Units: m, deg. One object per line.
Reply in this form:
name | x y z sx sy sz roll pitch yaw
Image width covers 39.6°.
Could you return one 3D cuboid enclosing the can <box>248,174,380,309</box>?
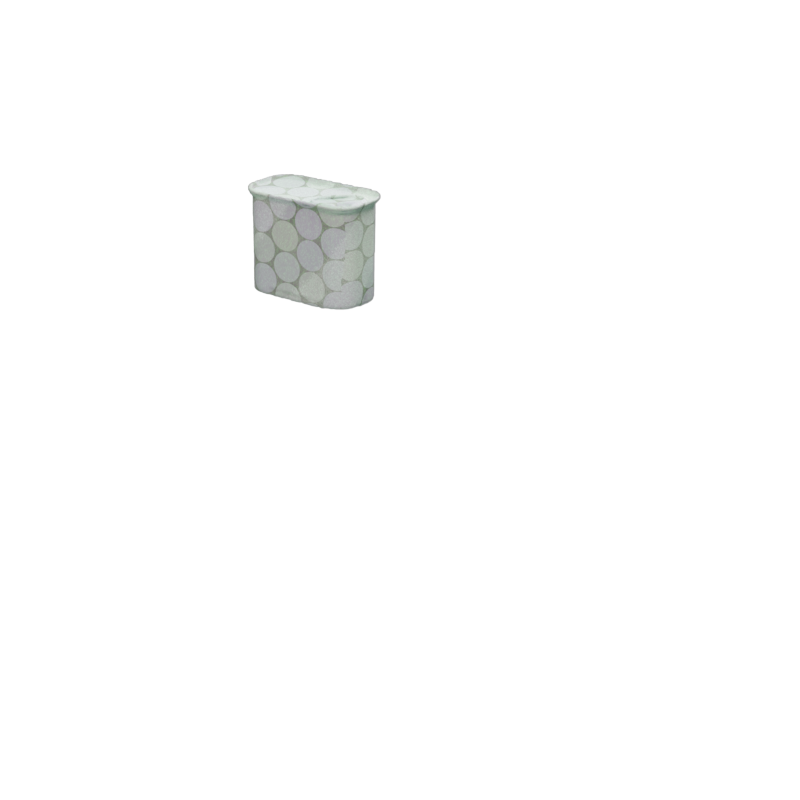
can | -0.067 -0.122 0.852 0.107 0.080 0.057 16 26 32
